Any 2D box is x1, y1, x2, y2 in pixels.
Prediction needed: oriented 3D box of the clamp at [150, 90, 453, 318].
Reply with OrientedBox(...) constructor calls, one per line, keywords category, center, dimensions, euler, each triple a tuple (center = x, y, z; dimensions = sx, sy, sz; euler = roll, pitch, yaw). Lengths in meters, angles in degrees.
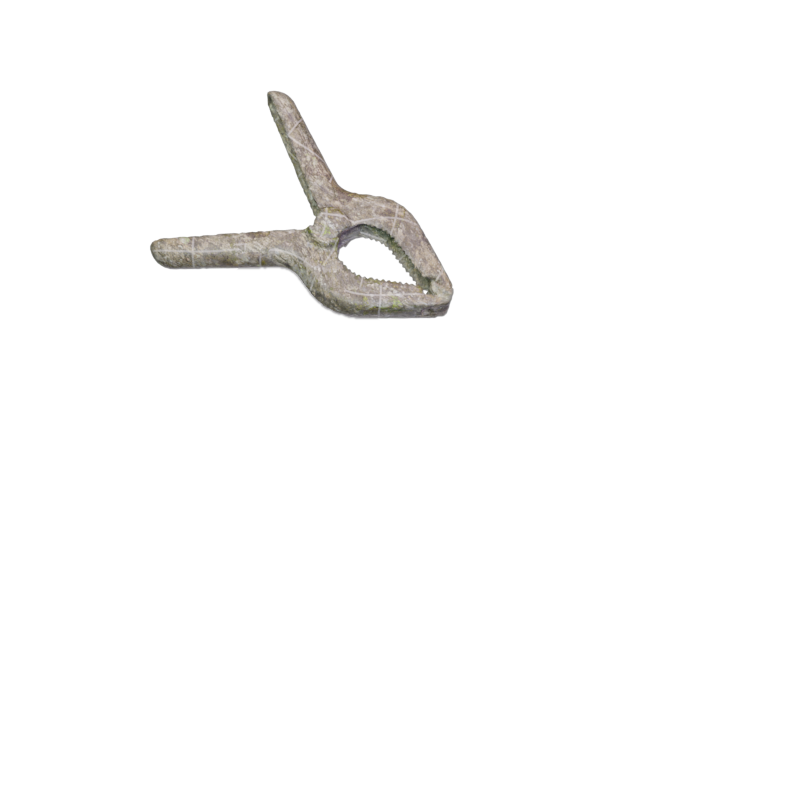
OrientedBox(category="clamp", center=(-0.062, -0.113, 0.794), dimensions=(0.218, 0.167, 0.034), euler=(36, -19, 14))
